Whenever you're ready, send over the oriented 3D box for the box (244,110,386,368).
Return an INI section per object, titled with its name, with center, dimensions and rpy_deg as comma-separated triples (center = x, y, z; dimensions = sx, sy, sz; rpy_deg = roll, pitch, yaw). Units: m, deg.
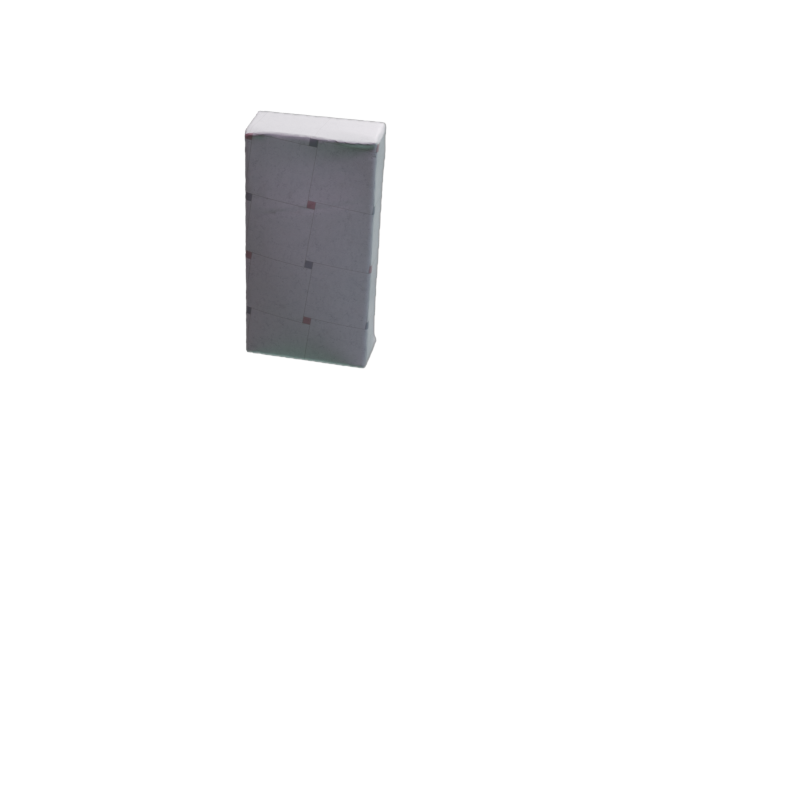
[box]
center = -0.061, -0.112, 0.782
dimensions = 0.095, 0.166, 0.050
rpy_deg = 8, 31, 9
